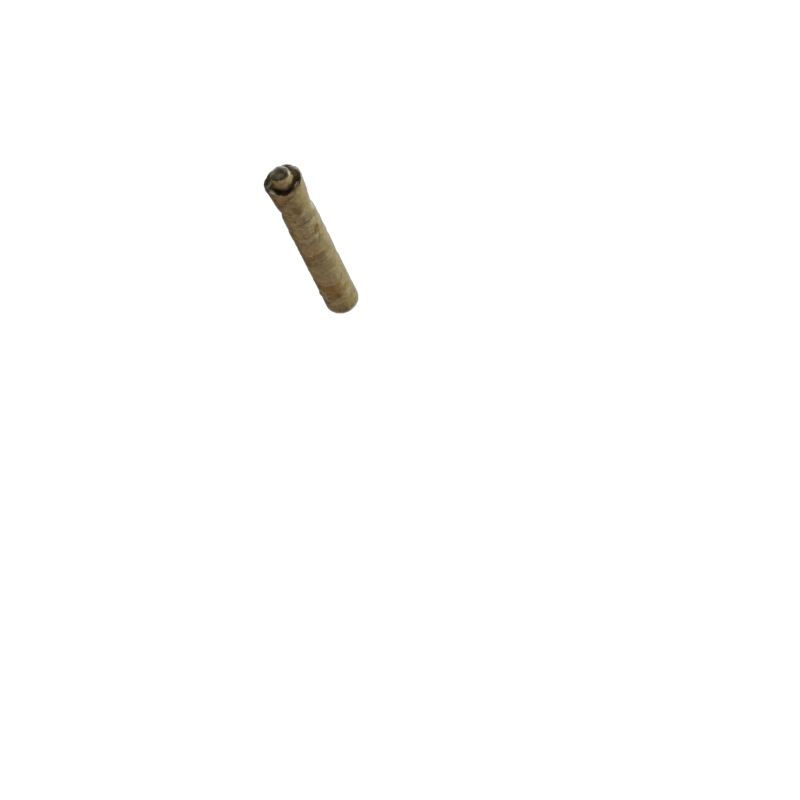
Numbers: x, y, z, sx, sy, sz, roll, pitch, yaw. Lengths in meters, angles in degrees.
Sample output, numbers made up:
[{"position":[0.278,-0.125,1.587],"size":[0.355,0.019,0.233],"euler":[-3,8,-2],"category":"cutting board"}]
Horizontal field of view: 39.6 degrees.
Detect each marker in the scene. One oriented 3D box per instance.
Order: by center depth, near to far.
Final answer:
[{"position":[-0.044,-0.080,0.562],"size":[0.020,0.021,0.112],"euler":[2,-26,15],"category":"marker"}]
